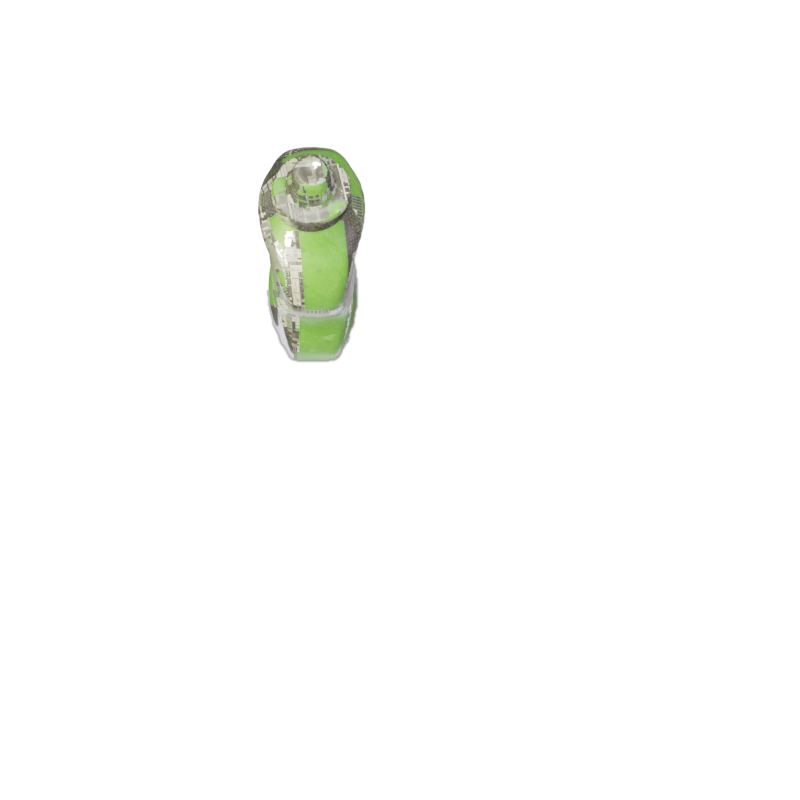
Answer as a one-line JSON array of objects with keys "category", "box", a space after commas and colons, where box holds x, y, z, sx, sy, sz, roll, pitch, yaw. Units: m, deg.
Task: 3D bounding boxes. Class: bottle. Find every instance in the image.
[{"category": "bottle", "box": [-0.051, -0.092, 0.643, 0.058, 0.100, 0.184, 1, -16, -4]}]
